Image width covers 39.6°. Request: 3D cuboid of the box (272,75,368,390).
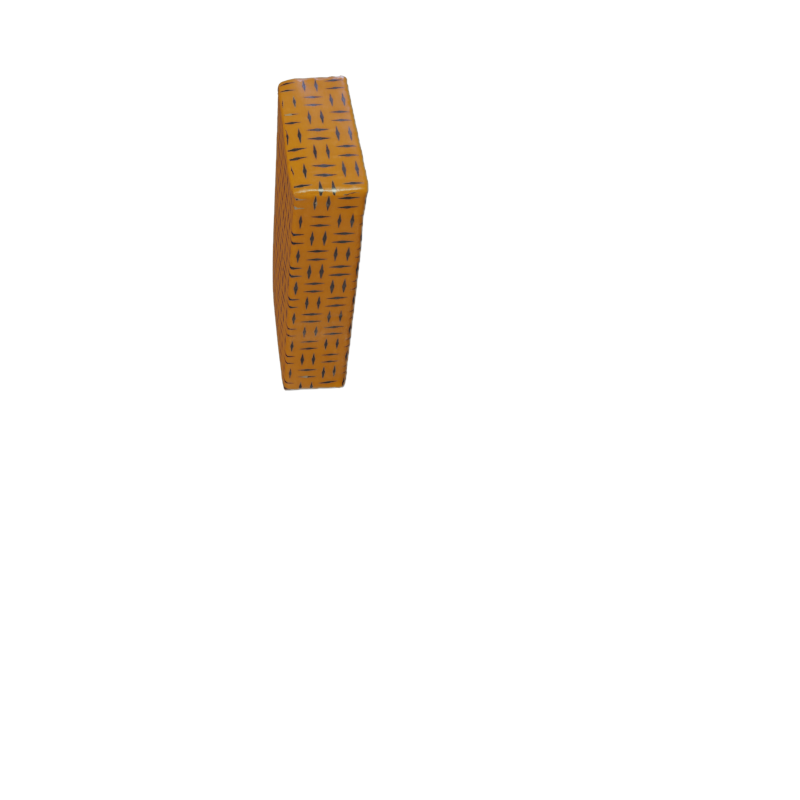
[{"bbox_3d":[-0.051,-0.093,0.648,0.048,0.101,0.164,-5,-38,-8],"label":"box"}]
